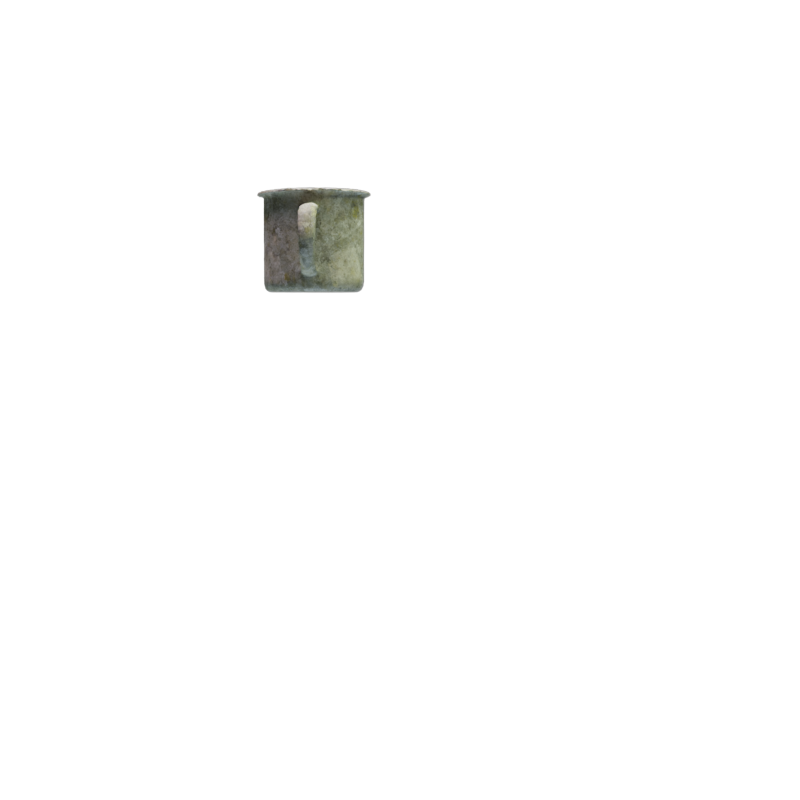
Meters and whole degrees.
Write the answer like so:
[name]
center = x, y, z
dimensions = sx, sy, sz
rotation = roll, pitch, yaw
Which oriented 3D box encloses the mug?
[mug]
center = -0.070, -0.128, 0.894
dimensions = 0.093, 0.082, 0.117
rotation = 0, 2, -1
